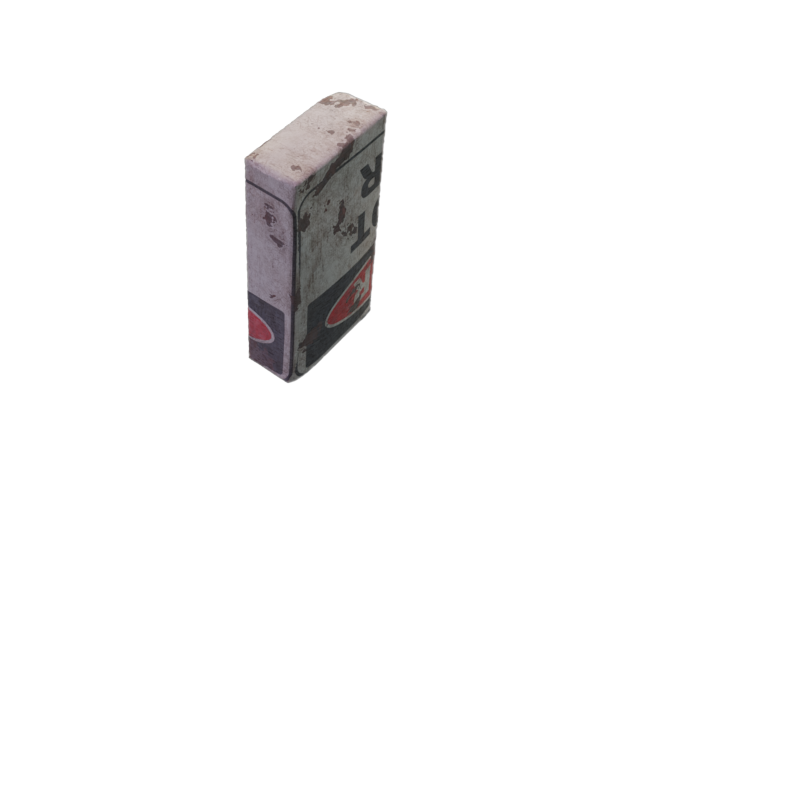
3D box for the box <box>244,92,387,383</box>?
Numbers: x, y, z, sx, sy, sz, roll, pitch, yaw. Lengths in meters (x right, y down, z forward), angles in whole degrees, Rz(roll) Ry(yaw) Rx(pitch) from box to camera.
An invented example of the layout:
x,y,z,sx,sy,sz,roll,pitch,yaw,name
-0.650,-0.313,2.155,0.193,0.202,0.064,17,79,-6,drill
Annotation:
x,y,z,sx,sy,sz,roll,pitch,yaw,name
-0.055,-0.101,0.707,0.050,0.164,0.095,28,50,22,box
